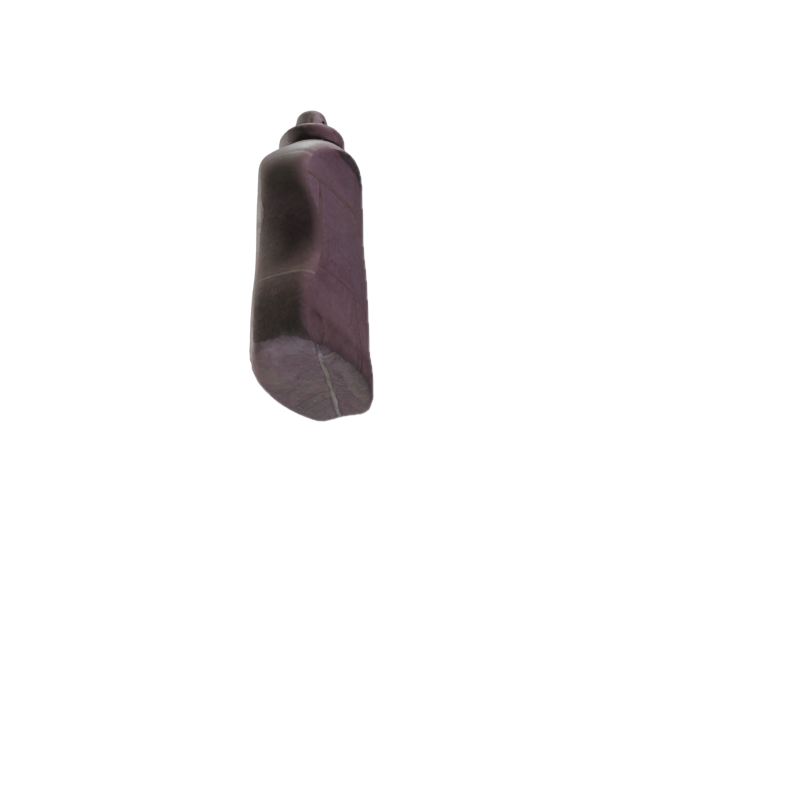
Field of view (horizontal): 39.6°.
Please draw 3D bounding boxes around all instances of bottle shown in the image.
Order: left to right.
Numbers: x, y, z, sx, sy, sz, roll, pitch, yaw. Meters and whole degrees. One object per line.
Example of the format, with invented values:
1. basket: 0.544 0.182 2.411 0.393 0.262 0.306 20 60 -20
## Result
1. bottle: -0.051 -0.092 0.648 0.059 0.205 0.089 -15 -34 19
